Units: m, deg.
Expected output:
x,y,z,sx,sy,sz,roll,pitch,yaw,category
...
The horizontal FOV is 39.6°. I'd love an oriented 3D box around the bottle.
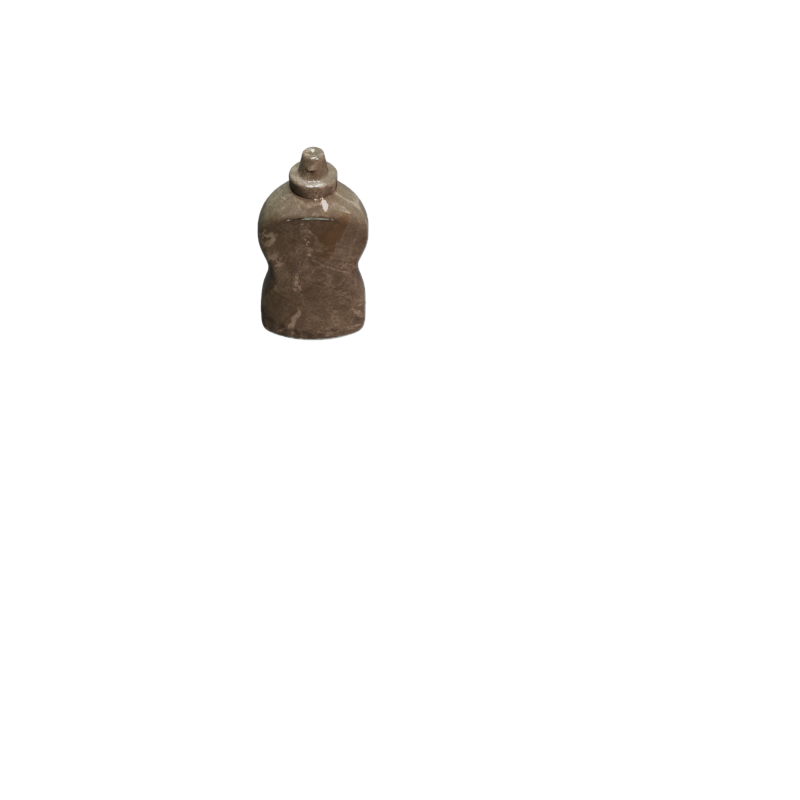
x,y,z,sx,sy,sz,roll,pitch,yaw,category
-0.076,-0.138,0.968,0.096,0.179,0.062,3,43,-1,bottle
